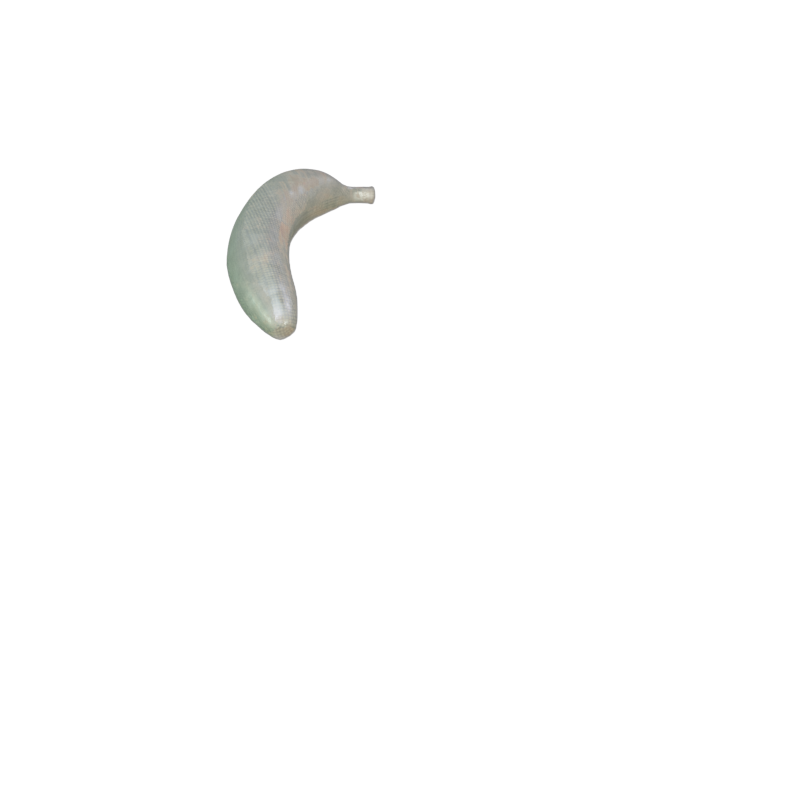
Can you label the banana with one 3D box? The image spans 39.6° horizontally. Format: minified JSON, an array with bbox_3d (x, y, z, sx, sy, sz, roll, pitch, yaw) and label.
[{"bbox_3d":[-0.070,-0.102,0.686,0.071,0.034,0.206,8,35,11],"label":"banana"}]
